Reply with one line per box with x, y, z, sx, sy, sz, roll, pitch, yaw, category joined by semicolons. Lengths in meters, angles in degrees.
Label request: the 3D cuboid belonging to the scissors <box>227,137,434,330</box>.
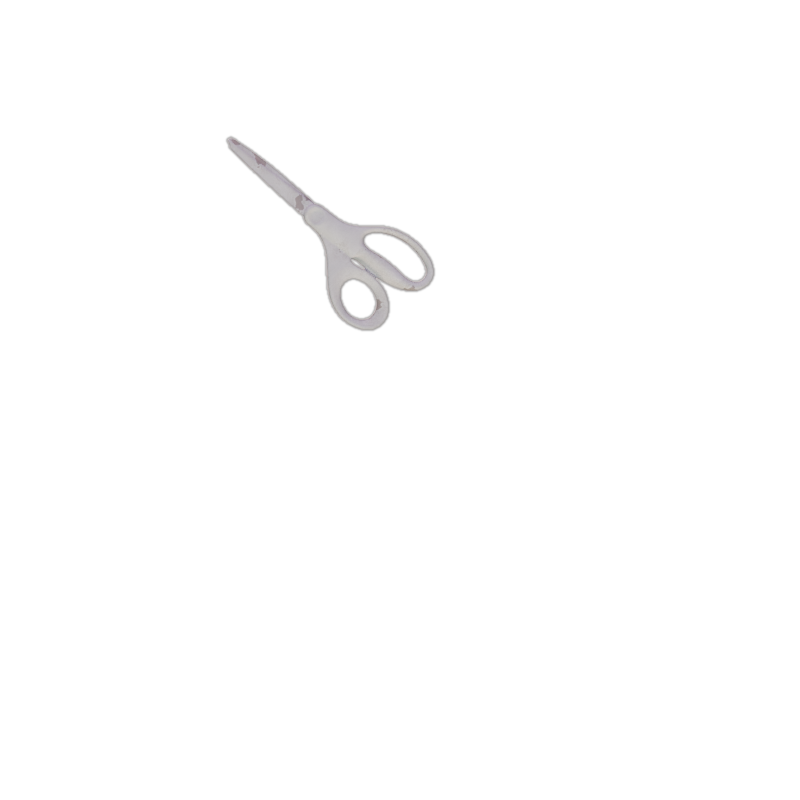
-0.071;-0.130;0.908;0.203;0.097;0.015;26;-6;3;scissors
